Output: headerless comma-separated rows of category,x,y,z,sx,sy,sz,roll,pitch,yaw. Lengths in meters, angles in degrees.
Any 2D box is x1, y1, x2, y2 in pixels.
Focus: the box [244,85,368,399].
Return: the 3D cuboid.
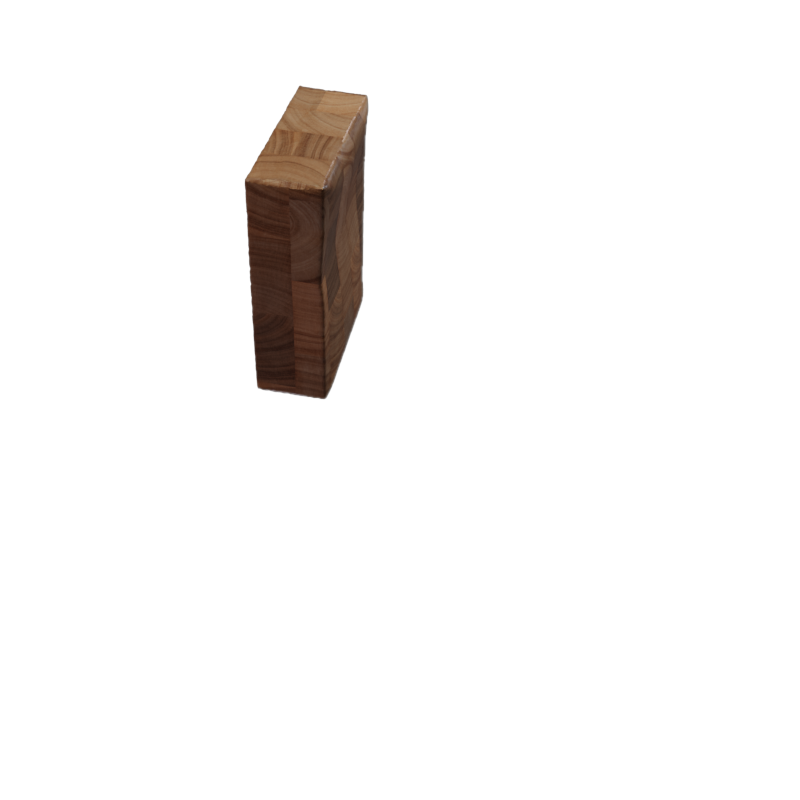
box,-0.074,-0.136,0.950,0.073,0.200,0.173,8,39,7
